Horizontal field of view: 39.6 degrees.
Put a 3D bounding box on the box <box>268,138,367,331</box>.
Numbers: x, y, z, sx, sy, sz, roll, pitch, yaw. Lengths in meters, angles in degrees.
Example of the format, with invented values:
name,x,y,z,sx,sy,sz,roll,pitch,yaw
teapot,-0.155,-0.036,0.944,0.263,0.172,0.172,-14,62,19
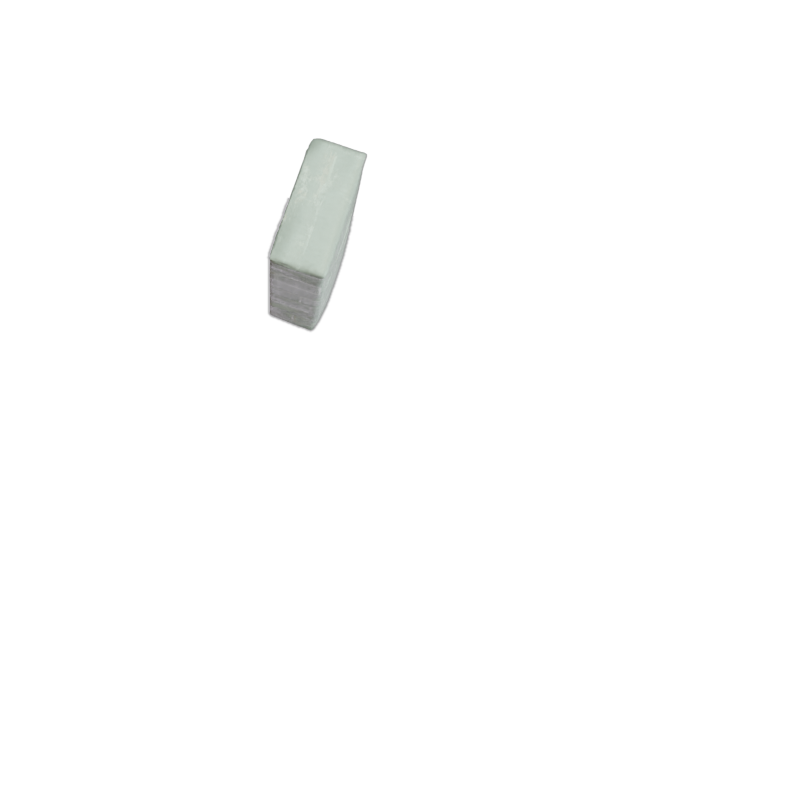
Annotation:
name,x,y,z,sx,sy,sz,roll,pitch,yaw
box,-0.063,-0.115,0.802,0.048,0.096,0.171,18,-12,-1
